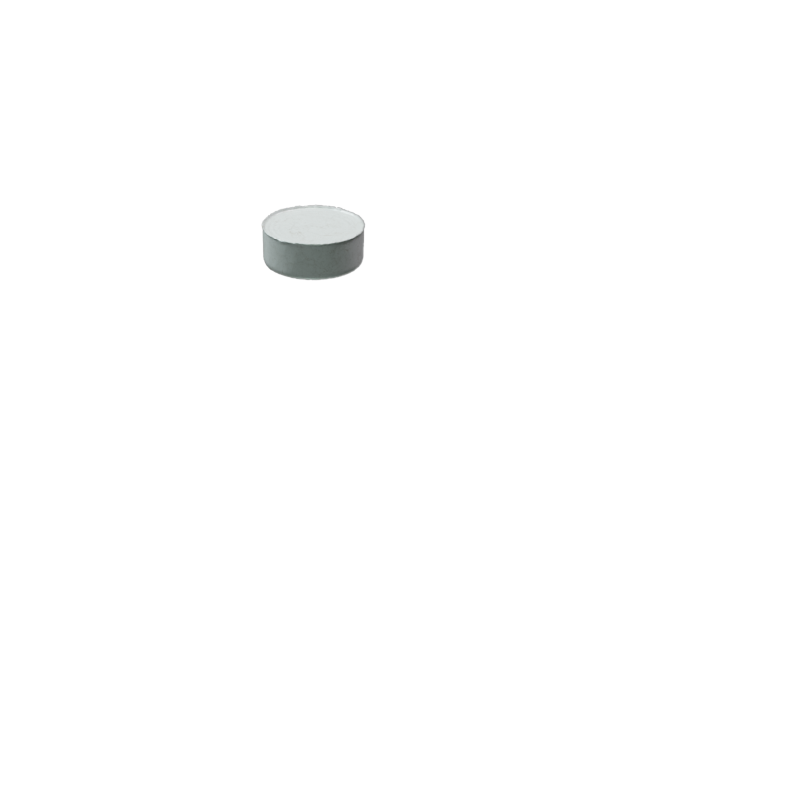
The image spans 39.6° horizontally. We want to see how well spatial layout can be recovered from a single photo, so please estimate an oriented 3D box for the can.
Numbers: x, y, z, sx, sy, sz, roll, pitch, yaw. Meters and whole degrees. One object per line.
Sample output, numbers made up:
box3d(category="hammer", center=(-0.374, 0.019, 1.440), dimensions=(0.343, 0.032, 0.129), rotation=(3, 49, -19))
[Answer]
box3d(category="can", center=(-0.072, -0.132, 0.925), dimensions=(0.086, 0.032, 0.091), rotation=(-1, 29, -2))
